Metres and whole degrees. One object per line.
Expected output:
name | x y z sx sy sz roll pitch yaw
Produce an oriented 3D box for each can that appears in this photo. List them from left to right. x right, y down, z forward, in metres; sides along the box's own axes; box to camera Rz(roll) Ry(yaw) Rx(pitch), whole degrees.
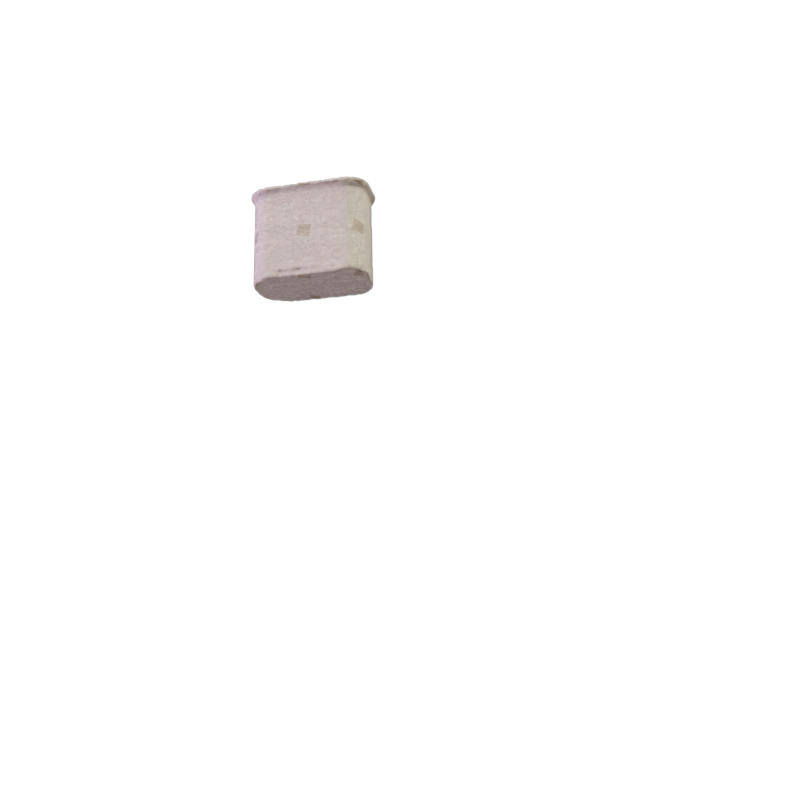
can | -0.072 -0.131 0.920 0.103 0.088 0.054 -6 -23 13
